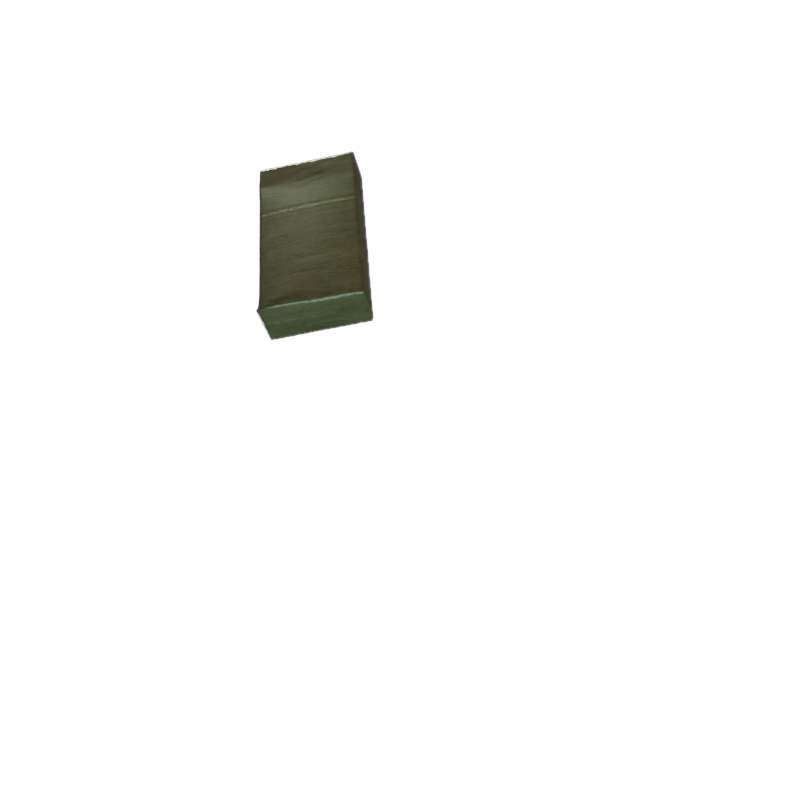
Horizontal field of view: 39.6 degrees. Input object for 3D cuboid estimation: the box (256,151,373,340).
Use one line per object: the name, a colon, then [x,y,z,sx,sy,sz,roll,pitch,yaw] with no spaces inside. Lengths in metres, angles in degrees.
box: [-0.076,-0.139,0.977,0.094,0.189,0.044,-11,-43,8]
